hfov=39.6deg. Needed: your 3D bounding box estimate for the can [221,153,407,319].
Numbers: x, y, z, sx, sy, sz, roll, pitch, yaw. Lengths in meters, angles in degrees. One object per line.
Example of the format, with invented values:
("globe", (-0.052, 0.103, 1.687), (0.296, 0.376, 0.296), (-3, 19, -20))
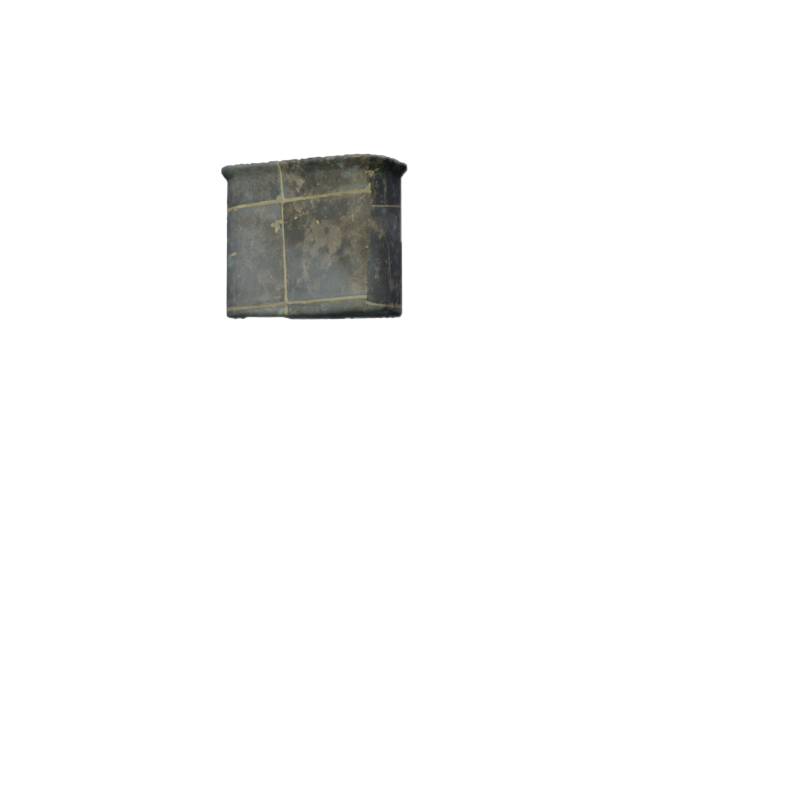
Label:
("can", (-0.048, -0.087, 0.610), (0.105, 0.085, 0.055), (-1, -4, 25))
